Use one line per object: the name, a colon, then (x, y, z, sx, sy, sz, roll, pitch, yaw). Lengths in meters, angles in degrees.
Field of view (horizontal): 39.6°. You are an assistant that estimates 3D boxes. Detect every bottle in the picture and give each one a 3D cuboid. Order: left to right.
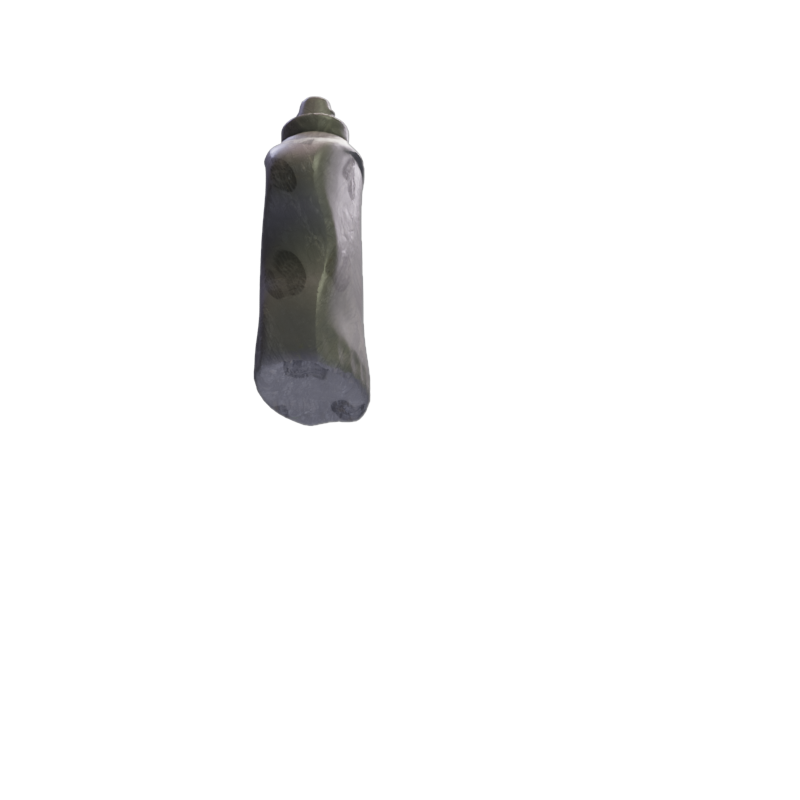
bottle: (-0.049, -0.090, 0.629, 0.059, 0.203, 0.089, -8, -27, 12)
